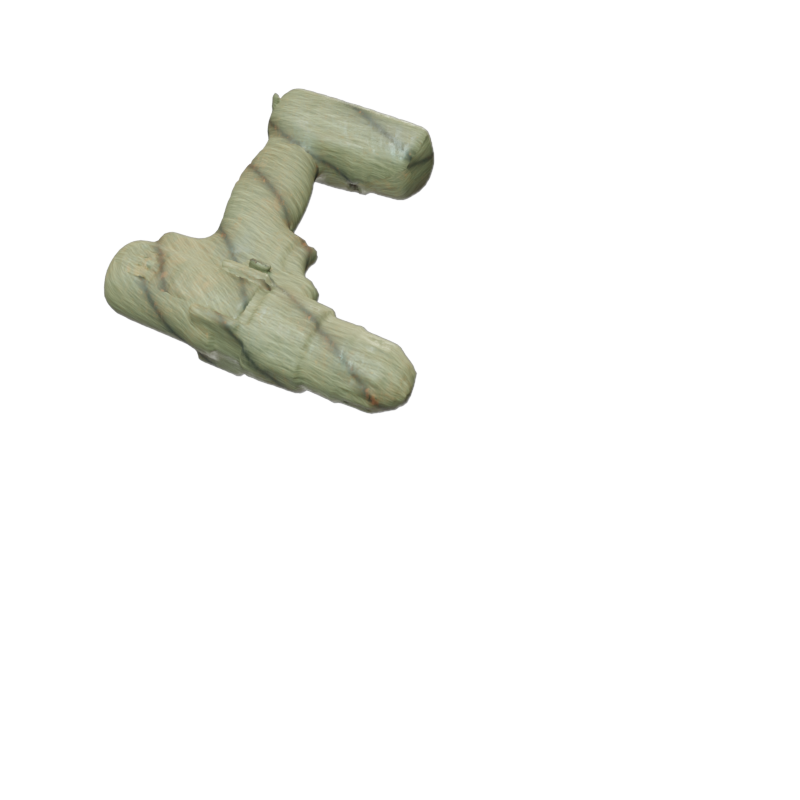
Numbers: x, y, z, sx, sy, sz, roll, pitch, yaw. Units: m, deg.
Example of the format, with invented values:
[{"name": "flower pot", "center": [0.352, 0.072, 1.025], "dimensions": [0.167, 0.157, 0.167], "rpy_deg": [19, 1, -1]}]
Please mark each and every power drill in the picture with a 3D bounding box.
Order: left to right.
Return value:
[{"name": "power drill", "center": [-0.050, -0.091, 0.639], "dimensions": [0.191, 0.195, 0.053], "rpy_deg": [21, -35, 15]}]
